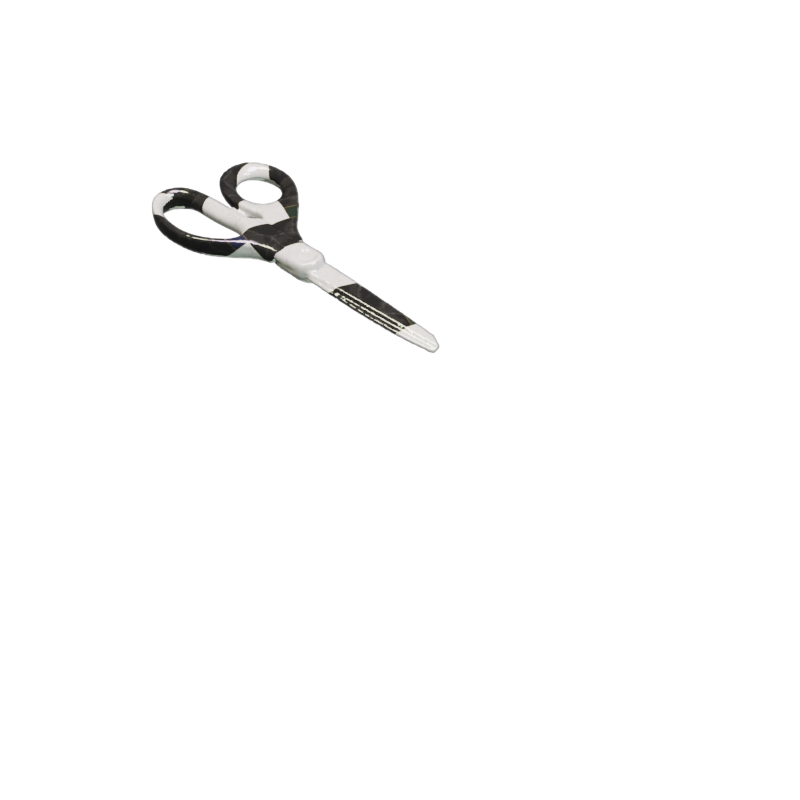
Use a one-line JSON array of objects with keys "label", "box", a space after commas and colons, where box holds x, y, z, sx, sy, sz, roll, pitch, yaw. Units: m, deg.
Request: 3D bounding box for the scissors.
[{"label": "scissors", "box": [-0.050, -0.091, 0.638, 0.211, 0.015, 0.099, 22, 47, 22]}]
